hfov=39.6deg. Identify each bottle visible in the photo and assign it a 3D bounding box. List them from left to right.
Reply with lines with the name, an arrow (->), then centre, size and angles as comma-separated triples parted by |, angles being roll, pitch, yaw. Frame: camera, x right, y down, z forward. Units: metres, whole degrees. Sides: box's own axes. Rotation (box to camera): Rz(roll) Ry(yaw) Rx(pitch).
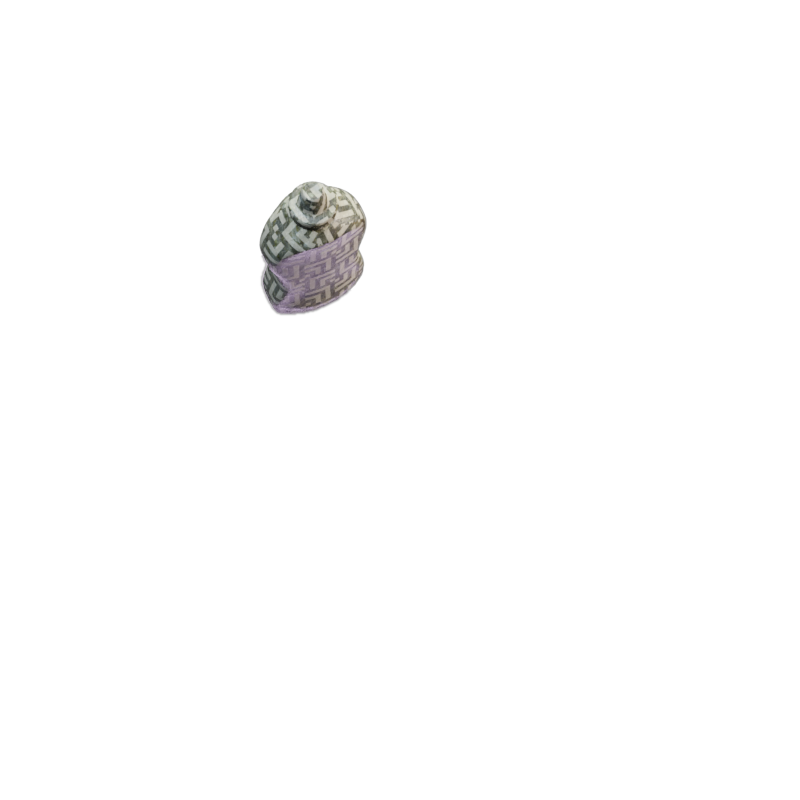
bottle -> -0.077, -0.141, 0.983 | 0.096, 0.061, 0.183 | -23, -15, -11
